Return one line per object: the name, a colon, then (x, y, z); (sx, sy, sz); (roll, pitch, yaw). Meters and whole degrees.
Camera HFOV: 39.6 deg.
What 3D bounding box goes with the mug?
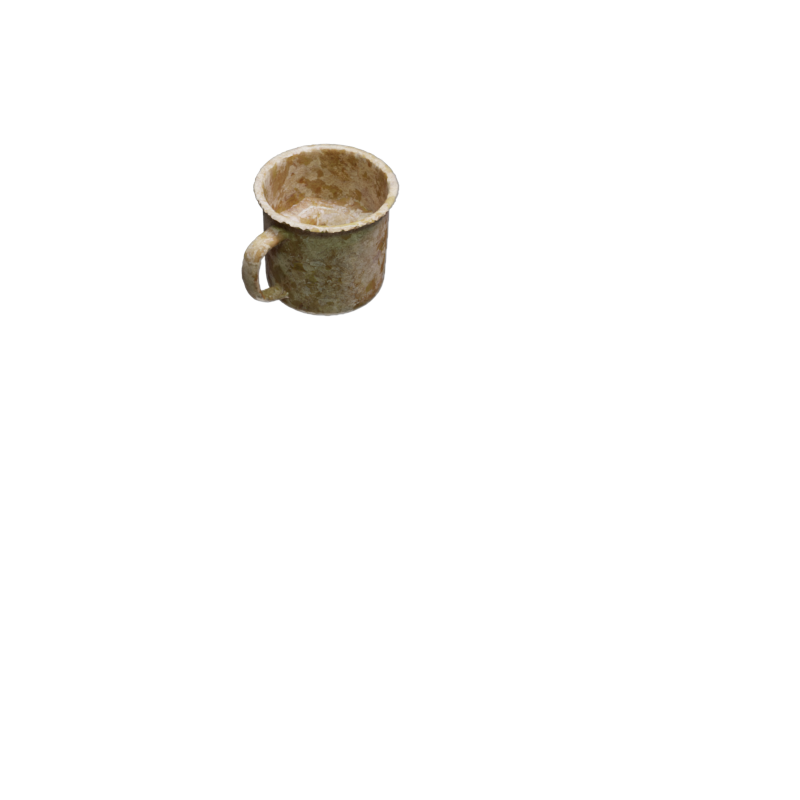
mug: (-0.057, -0.104, 0.727); (0.099, 0.076, 0.118); (31, 51, 27)
